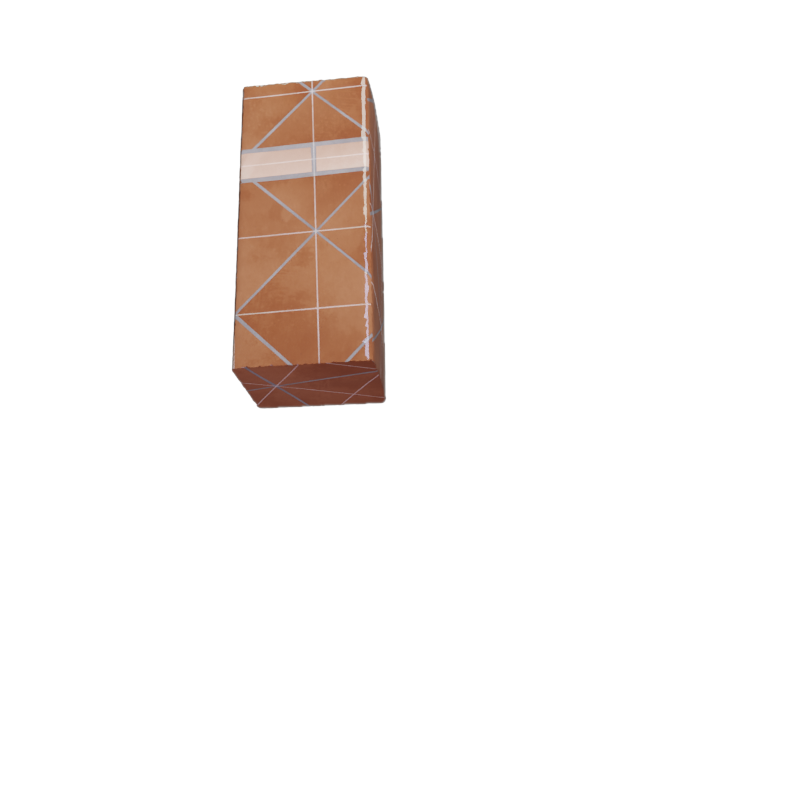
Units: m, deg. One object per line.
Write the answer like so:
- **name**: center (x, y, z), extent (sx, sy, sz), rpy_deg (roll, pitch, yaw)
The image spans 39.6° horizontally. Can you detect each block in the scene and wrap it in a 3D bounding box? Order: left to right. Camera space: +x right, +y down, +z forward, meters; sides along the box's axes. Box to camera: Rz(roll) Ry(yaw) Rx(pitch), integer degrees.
- **block**: center (-0.059, -0.108, 0.758), extent (0.091, 0.217, 0.085), rpy_deg (-4, -23, 6)
